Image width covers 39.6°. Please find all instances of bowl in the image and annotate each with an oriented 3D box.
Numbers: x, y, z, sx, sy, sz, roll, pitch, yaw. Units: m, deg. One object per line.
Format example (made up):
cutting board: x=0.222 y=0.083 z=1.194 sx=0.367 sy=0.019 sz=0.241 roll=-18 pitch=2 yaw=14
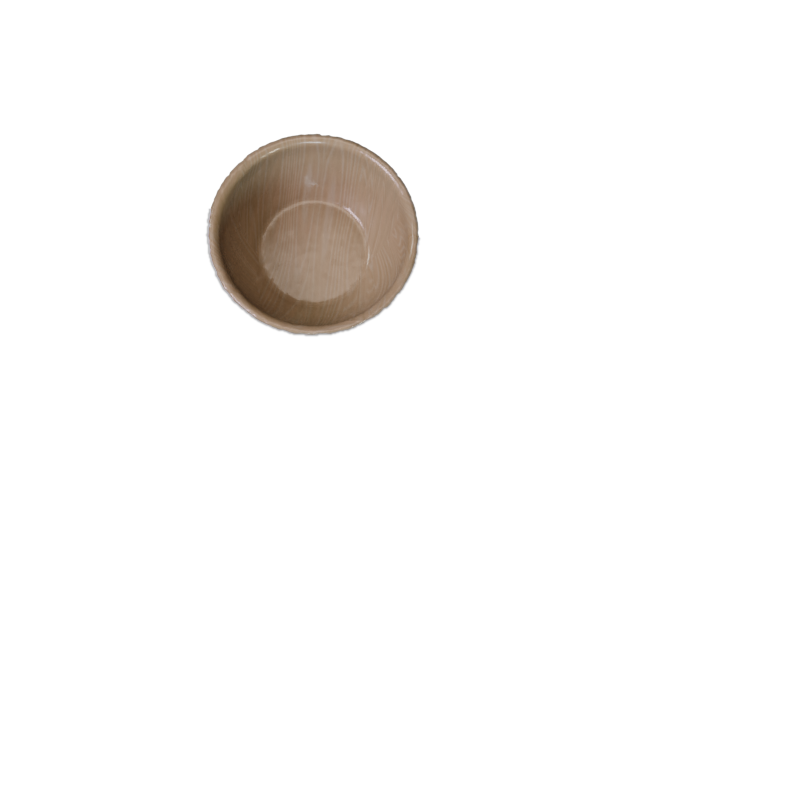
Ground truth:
bowl: x=-0.068 y=-0.124 z=0.869 sx=0.162 sy=0.169 sz=0.053 roll=-1 pitch=-16 yaw=-1
